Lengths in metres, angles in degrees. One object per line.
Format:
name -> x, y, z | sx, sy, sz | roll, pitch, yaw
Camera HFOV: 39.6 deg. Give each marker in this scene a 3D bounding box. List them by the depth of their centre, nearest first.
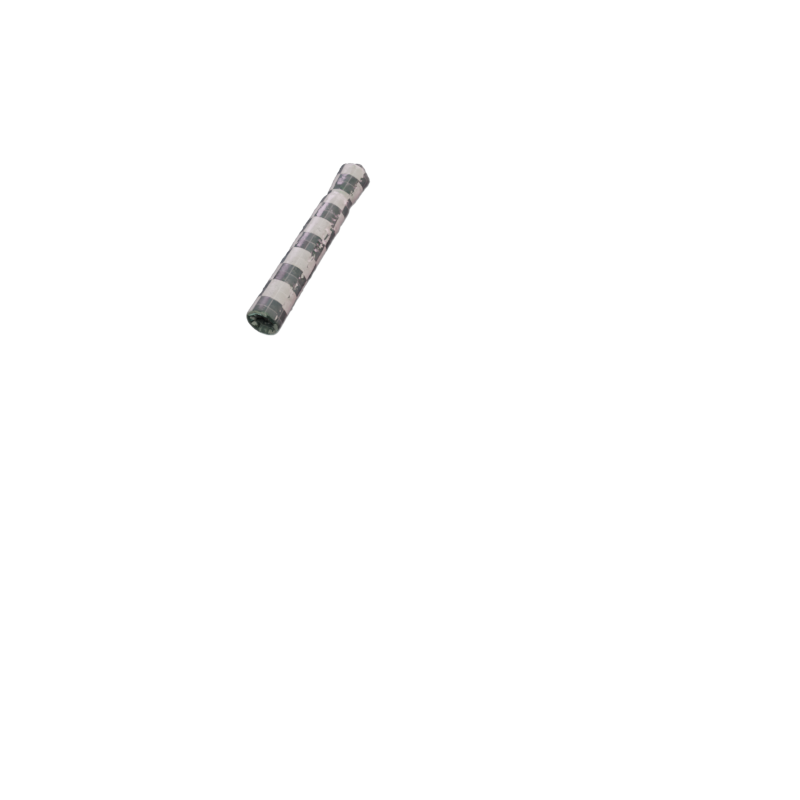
marker -> -0.047, -0.085, 0.595 | 0.020, 0.126, 0.018 | 1, -42, 33
